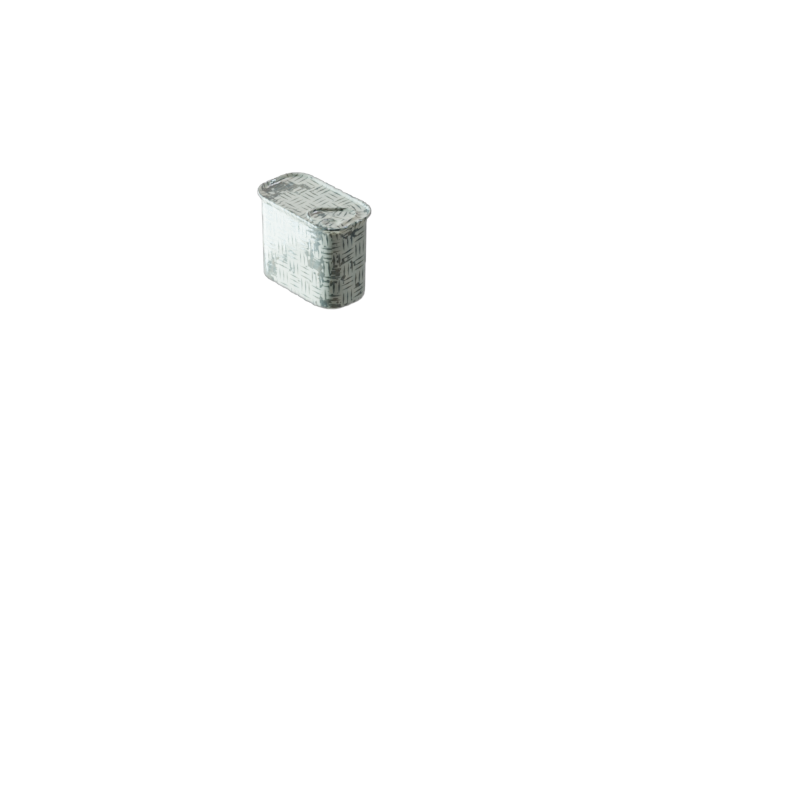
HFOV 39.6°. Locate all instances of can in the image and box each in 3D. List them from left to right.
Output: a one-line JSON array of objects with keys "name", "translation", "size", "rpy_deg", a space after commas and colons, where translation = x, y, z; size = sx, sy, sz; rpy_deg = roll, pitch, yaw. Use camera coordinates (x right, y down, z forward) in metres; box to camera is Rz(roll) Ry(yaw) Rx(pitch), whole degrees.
[{"name": "can", "translation": [-0.074, -0.135, 0.946], "size": [0.057, 0.079, 0.109], "rpy_deg": [-28, 44, -36]}]
